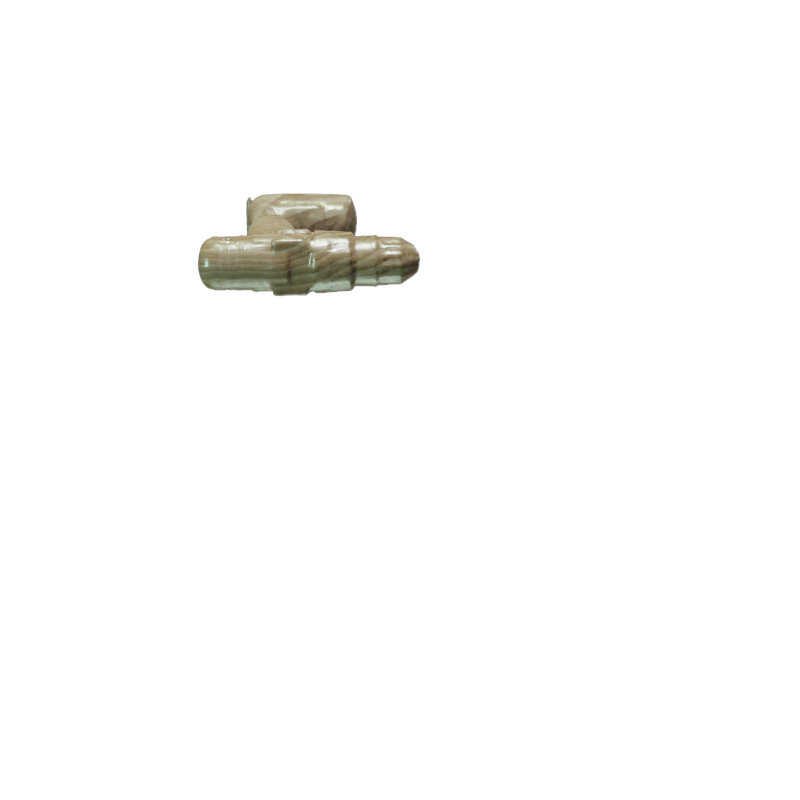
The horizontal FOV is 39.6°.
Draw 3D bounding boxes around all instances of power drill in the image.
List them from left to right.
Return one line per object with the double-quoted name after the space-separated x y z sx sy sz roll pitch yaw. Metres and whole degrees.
-0.077 -0.141 0.990 0.185 0.055 0.194 0 19 1 "power drill"
